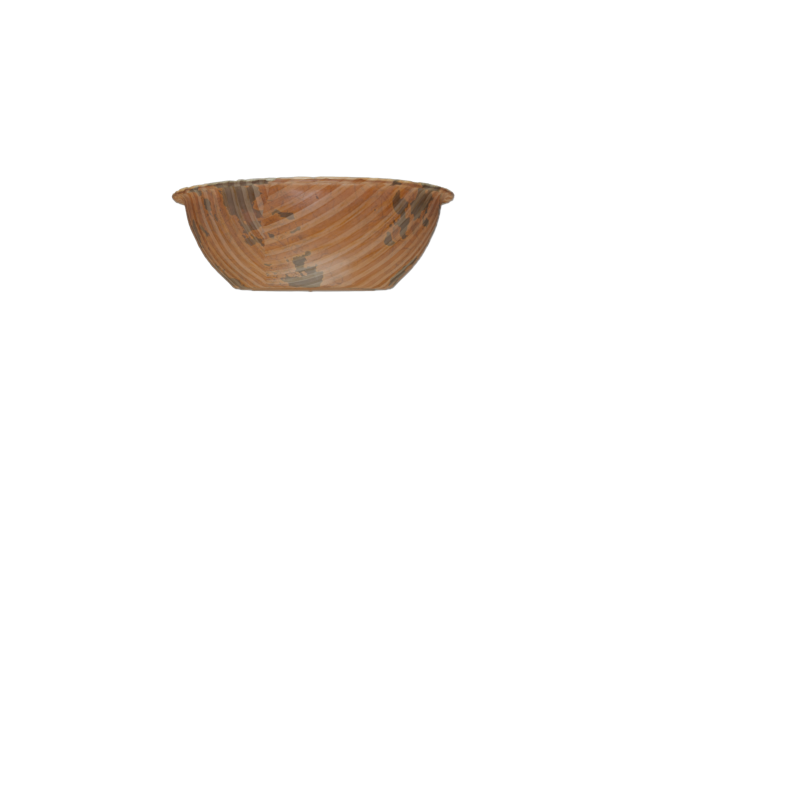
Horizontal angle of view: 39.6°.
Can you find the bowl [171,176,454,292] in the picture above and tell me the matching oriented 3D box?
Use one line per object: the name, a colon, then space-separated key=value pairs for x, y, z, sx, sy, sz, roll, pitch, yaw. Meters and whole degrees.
bowl: x=-0.050 y=-0.091 z=0.634 sx=0.162 sy=0.055 sz=0.162 roll=0 pitch=3 yaw=-2
